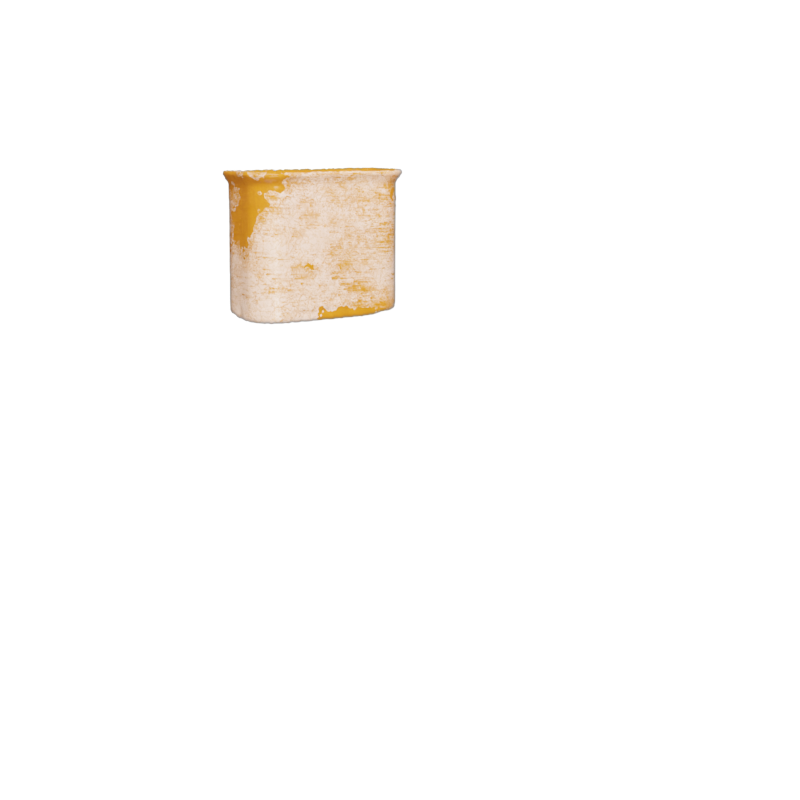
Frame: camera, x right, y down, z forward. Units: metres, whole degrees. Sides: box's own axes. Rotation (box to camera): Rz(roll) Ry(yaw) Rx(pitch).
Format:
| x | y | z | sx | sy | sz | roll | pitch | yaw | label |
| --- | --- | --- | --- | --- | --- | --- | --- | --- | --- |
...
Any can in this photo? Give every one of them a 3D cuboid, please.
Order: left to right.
| x | y | z | sx | sy | sz | roll | pitch | yaw | label |
| --- | --- | --- | --- | --- | --- | --- | --- | --- | --- |
| -0.050 | -0.092 | 0.642 | 0.099 | 0.082 | 0.060 | -6 | 10 | -31 | can |
